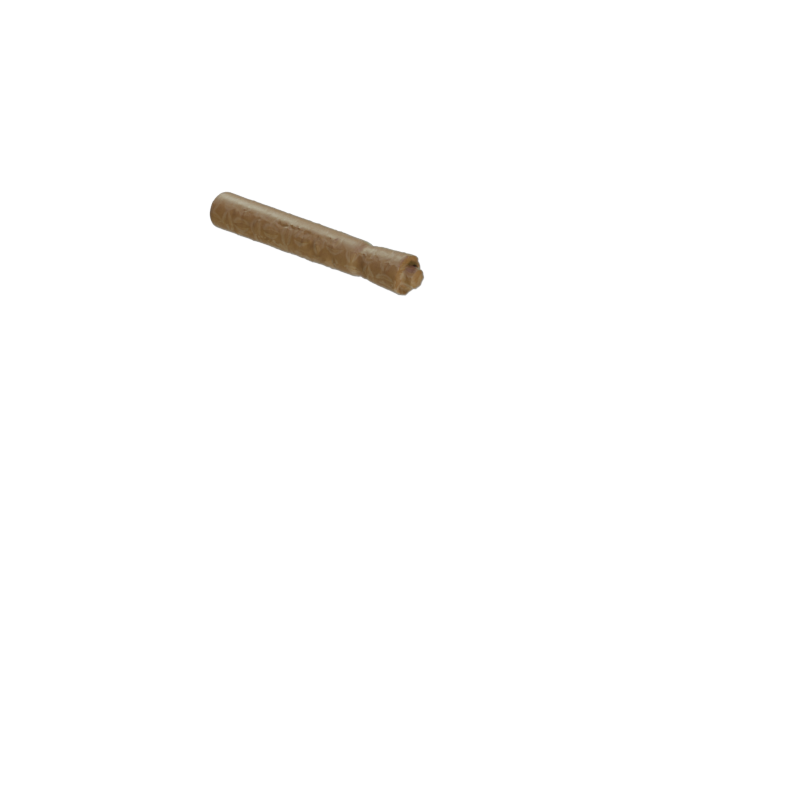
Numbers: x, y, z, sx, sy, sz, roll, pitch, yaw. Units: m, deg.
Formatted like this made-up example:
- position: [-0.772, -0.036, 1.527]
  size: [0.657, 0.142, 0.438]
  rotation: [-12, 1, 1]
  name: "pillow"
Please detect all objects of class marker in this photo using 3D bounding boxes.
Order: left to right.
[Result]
- position: [-0.040, -0.074, 0.516]
  size: [0.128, 0.019, 0.019]
  rotation: [24, 17, 35]
  name: "marker"
